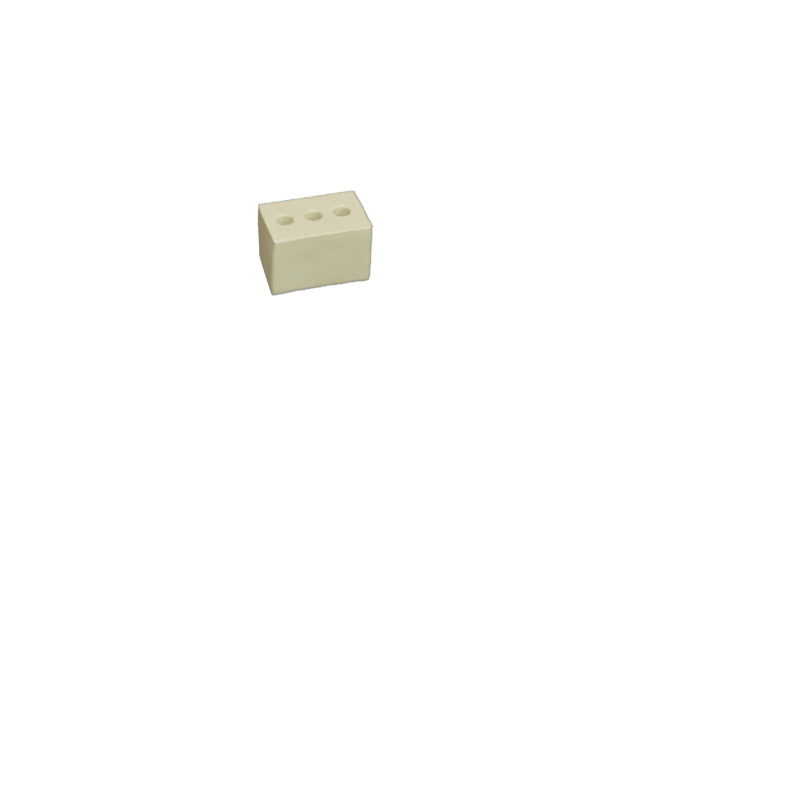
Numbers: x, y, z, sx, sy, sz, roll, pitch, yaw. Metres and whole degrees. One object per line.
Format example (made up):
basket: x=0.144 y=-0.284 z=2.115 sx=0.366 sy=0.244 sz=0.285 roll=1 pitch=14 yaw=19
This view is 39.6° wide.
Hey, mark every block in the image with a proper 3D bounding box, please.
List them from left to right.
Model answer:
block: x=-0.066 y=-0.120 z=0.838 sx=0.077 sy=0.048 sz=0.057 roll=-11 pitch=43 yaw=-13
